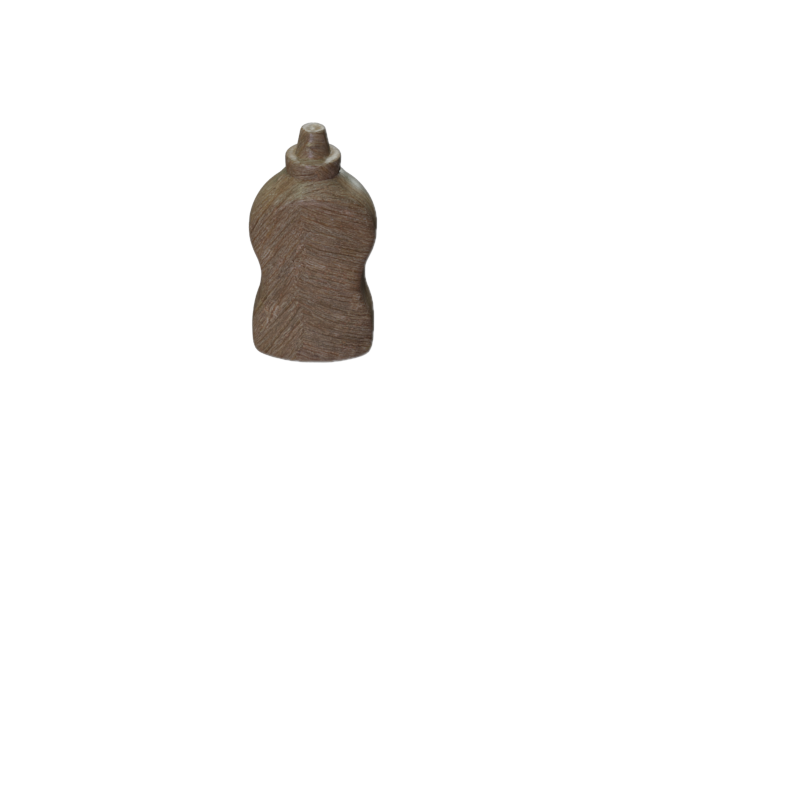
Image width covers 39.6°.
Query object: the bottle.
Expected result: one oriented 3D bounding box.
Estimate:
[{"bbox_3d":[-0.066,-0.120,0.841,0.096,0.180,0.062,4,33,2],"label":"bottle"}]
